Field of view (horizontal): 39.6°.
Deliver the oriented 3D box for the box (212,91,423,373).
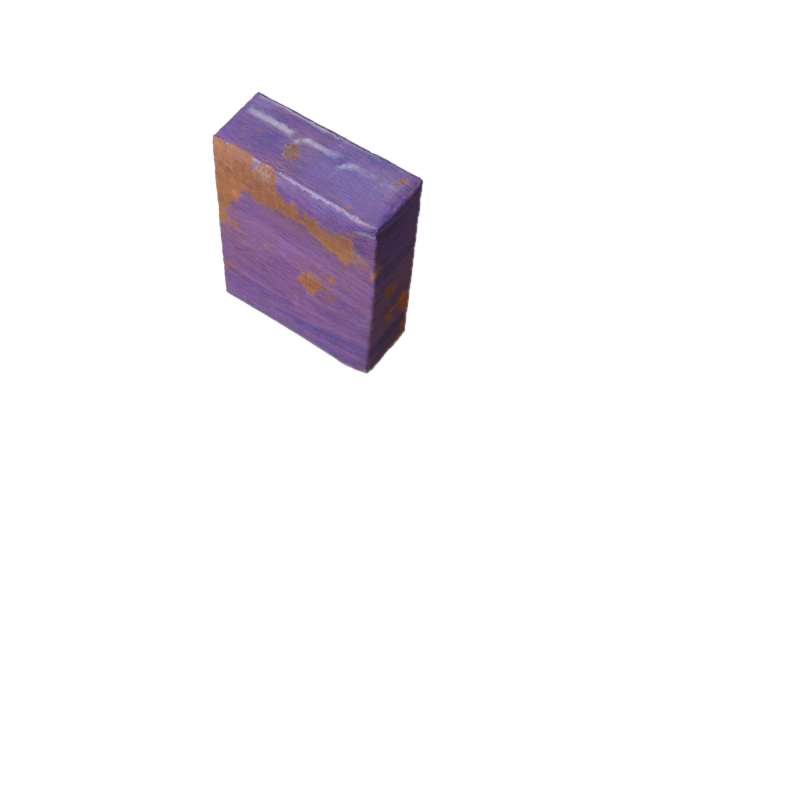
[{"bbox_3d":[-0.074,-0.135,0.942,0.171,0.073,0.200,32,-29,17],"label":"box"}]
